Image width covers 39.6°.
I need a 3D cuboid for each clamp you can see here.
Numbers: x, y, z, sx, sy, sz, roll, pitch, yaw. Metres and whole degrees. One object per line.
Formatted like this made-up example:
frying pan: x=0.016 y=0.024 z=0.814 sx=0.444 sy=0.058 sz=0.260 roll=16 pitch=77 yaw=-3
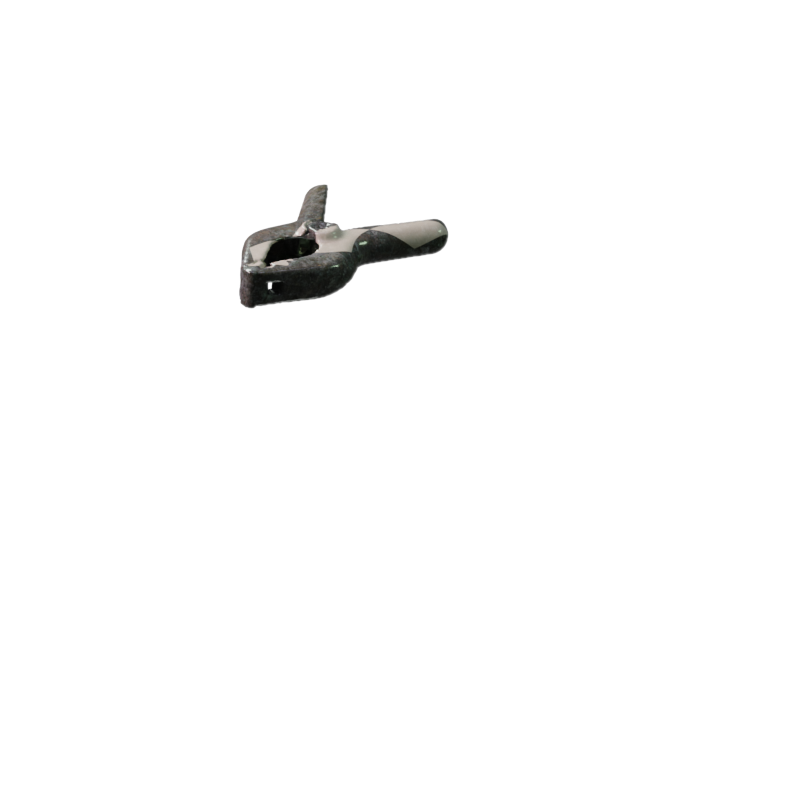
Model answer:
clamp: x=-0.061 y=-0.112 z=0.784 sx=0.127 sy=0.037 sz=0.170 roll=21 pitch=33 yaw=37
